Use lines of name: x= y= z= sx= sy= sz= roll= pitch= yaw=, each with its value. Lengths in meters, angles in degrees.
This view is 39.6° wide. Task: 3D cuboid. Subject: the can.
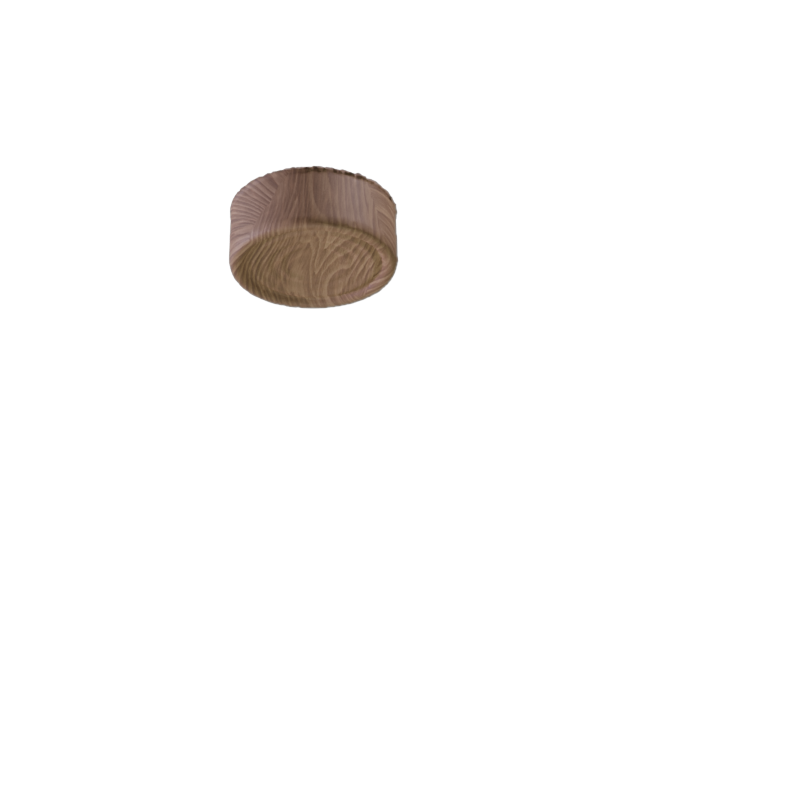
can: x=-0.044 y=-0.080 z=0.560 sx=0.086 sy=0.036 sz=0.081 roll=1 pitch=-26 yaw=-2
